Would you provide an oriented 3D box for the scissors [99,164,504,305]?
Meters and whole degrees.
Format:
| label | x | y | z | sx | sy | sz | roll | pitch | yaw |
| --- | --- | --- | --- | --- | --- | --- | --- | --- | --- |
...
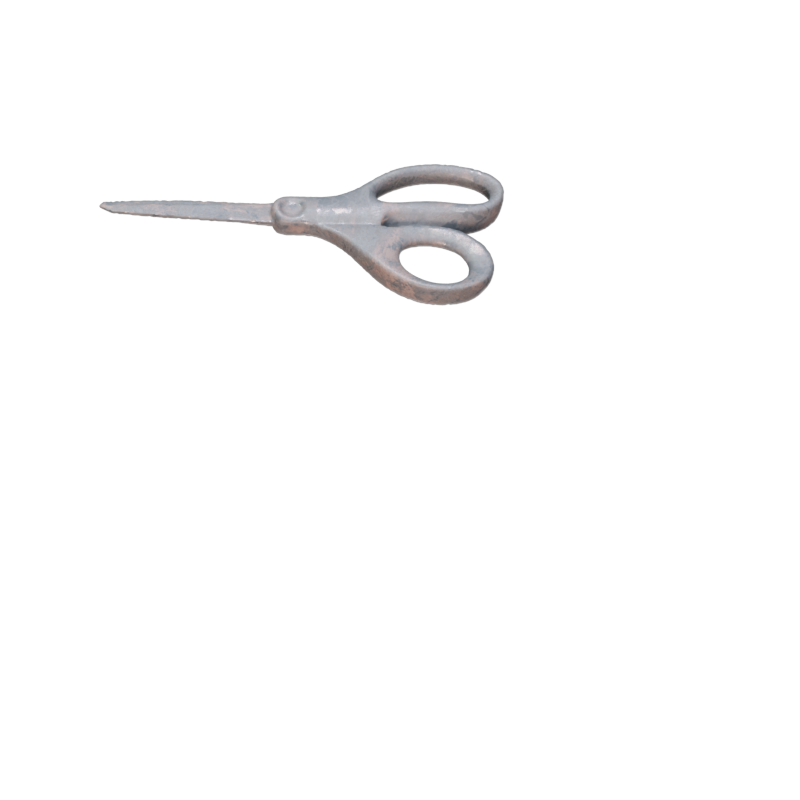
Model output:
| label | x | y | z | sx | sy | sz | roll | pitch | yaw |
| --- | --- | --- | --- | --- | --- | --- | --- | --- | --- |
| scissors | -0.042 | -0.077 | 0.542 | 0.200 | 0.104 | 0.015 | -10 | -40 | -8 |
